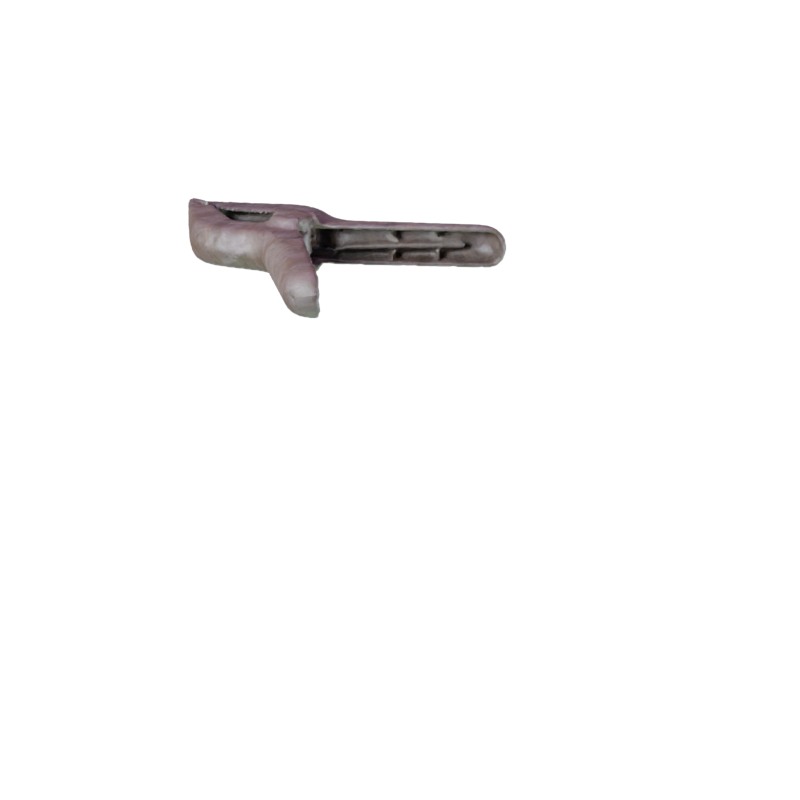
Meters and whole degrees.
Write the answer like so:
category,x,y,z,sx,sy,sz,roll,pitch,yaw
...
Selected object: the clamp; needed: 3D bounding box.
category,x,y,z,sx,sy,sz,roll,pitch,yaw
clamp,-0.053,-0.097,0.680,0.161,0.035,0.223,-15,25,-36
